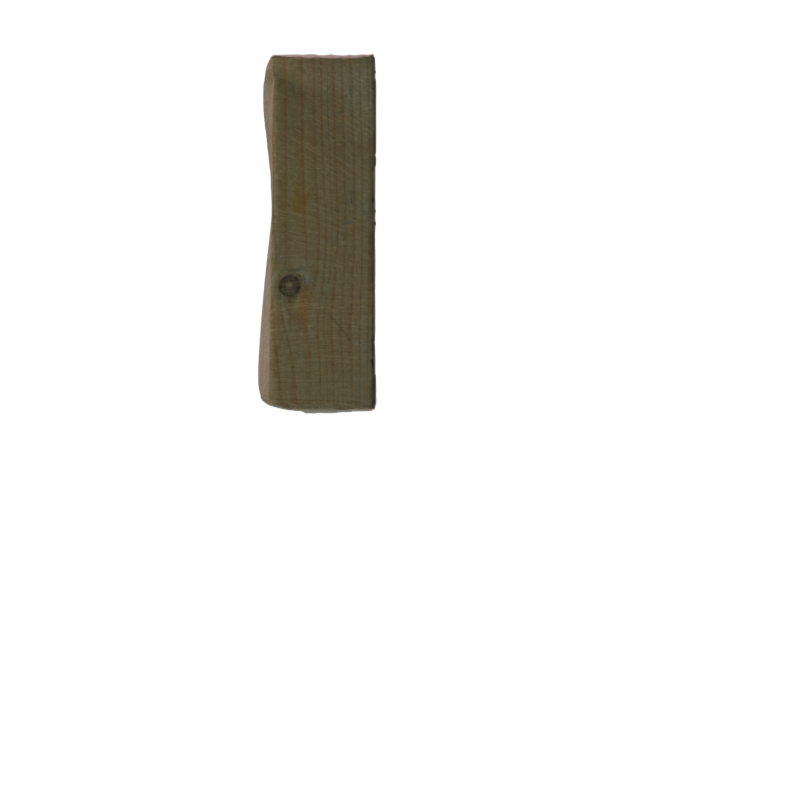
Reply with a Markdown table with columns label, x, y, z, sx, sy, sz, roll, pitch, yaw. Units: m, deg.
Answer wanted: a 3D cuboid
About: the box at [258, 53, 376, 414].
| label | x | y | z | sx | sy | sz | roll | pitch | yaw |
| --- | --- | --- | --- | --- | --- | --- | --- | --- | --- |
| box | -0.057 | -0.104 | 0.728 | 0.071 | 0.216 | 0.164 | 0 | -2 | -7 |
